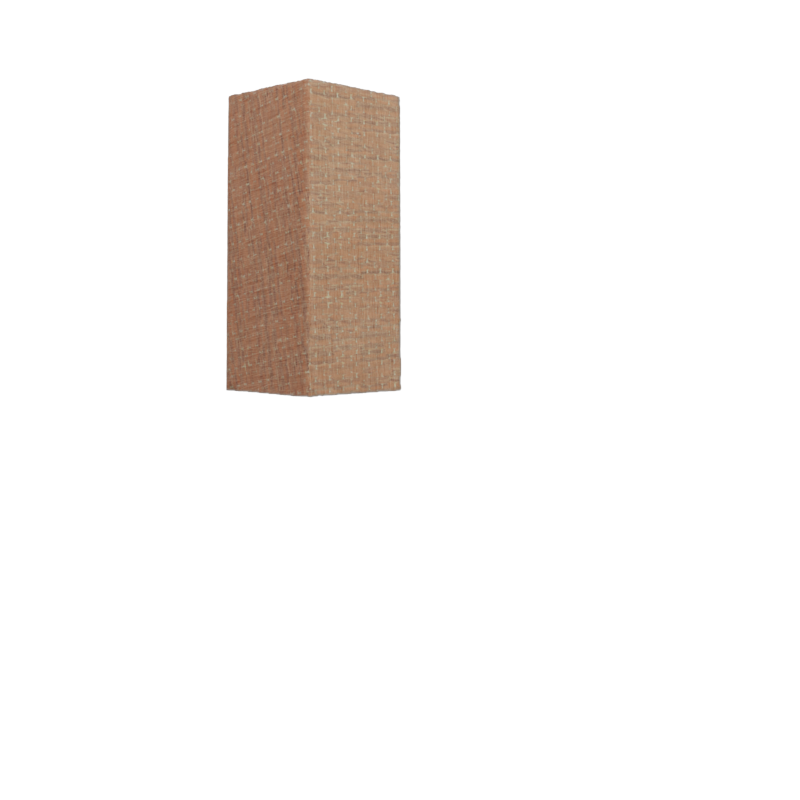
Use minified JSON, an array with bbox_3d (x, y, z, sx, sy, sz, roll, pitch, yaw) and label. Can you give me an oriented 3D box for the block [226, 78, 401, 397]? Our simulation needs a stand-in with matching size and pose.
[{"bbox_3d":[-0.061,-0.110,0.774,0.093,0.208,0.087,-2,-3,45],"label":"block"}]
